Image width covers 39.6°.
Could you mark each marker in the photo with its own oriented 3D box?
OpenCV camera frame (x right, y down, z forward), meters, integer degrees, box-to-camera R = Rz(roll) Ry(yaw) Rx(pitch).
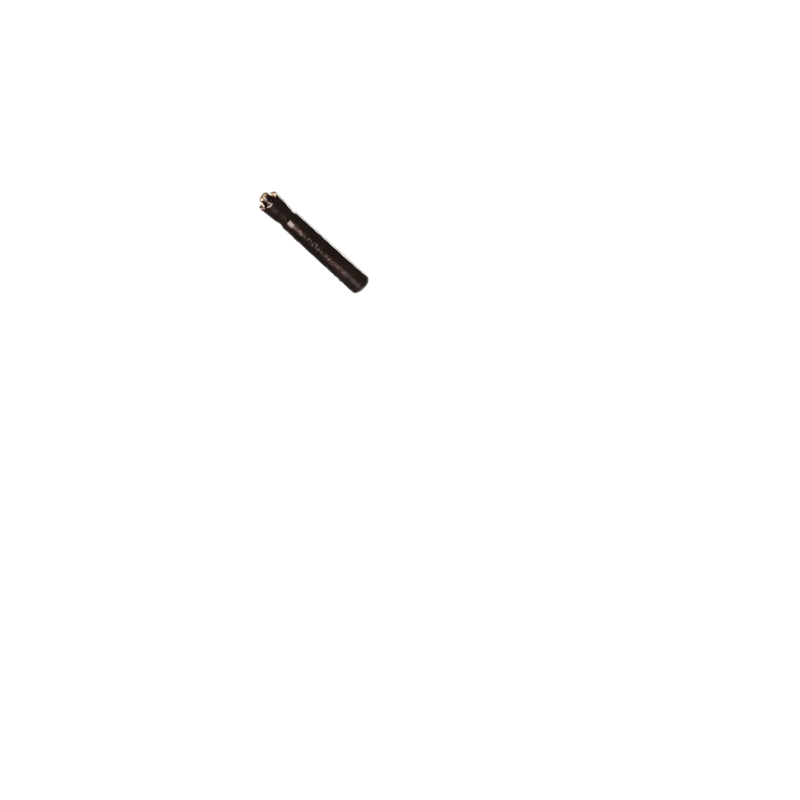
[{"bbox_3d":[-0.071,-0.129,0.906,0.113,0.020,0.020,40,-20,-29],"label":"marker"}]
